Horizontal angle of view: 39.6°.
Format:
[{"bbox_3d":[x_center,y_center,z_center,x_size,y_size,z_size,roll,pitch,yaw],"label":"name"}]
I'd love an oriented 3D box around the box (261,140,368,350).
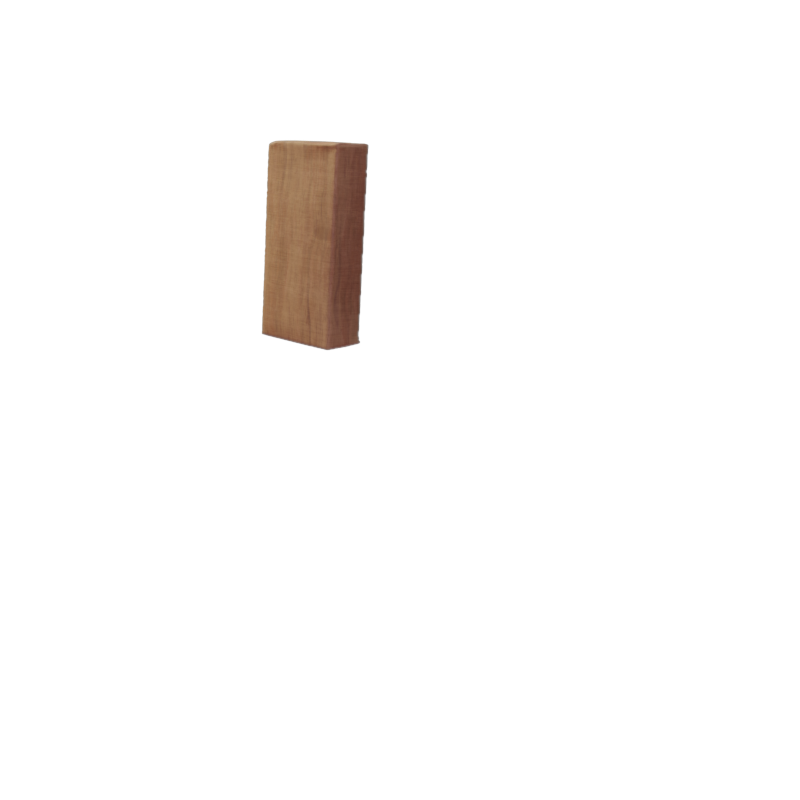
[{"bbox_3d":[-0.077,-0.139,0.973,0.046,0.173,0.098,-6,11,-44],"label":"box"}]
